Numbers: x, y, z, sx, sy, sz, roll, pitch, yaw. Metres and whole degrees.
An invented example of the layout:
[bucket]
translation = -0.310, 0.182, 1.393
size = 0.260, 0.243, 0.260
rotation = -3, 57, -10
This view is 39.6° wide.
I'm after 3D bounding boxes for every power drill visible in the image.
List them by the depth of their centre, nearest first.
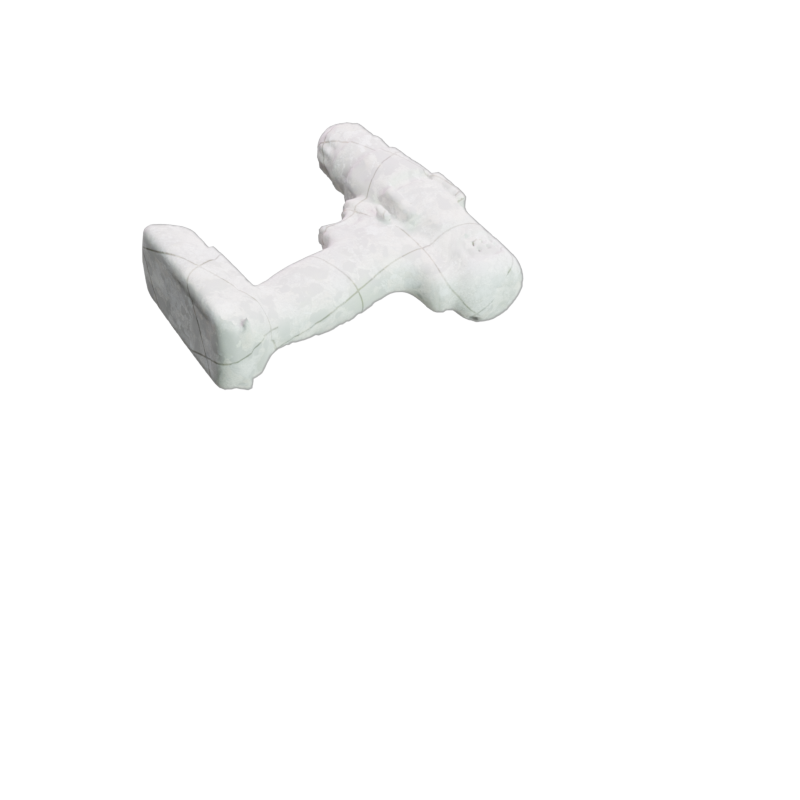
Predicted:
[power drill]
translation = -0.051, -0.092, 0.646
size = 0.186, 0.053, 0.199
rotation = -23, 47, -23
